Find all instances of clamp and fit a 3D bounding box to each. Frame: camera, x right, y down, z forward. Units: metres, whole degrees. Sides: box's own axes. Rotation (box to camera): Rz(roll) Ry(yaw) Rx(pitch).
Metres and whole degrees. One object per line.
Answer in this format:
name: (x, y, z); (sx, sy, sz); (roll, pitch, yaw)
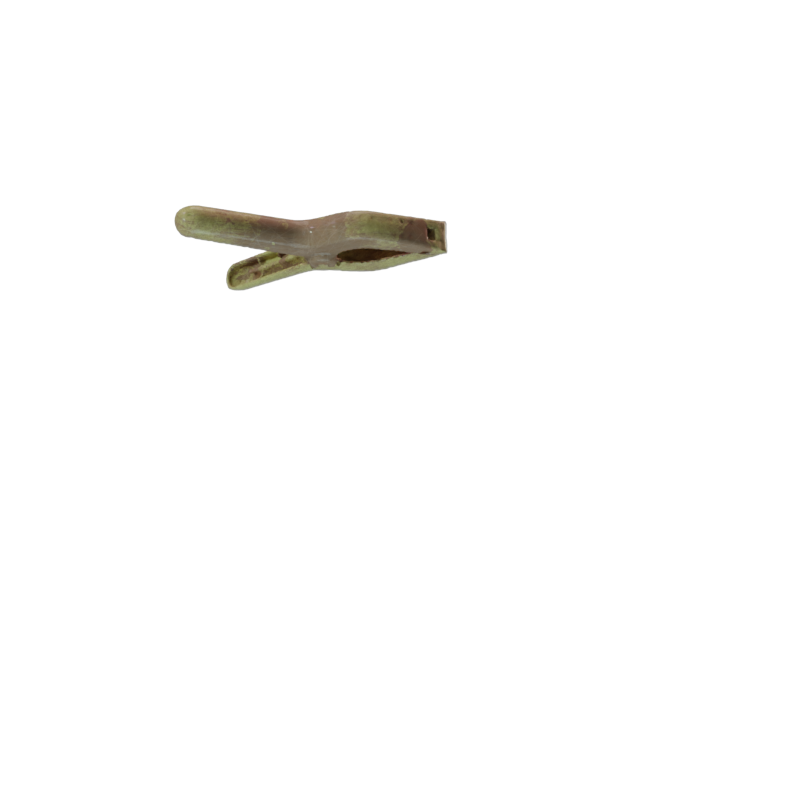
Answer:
clamp: (-0.070, -0.128, 0.893); (0.214, 0.038, 0.156); (-3, -11, 15)
